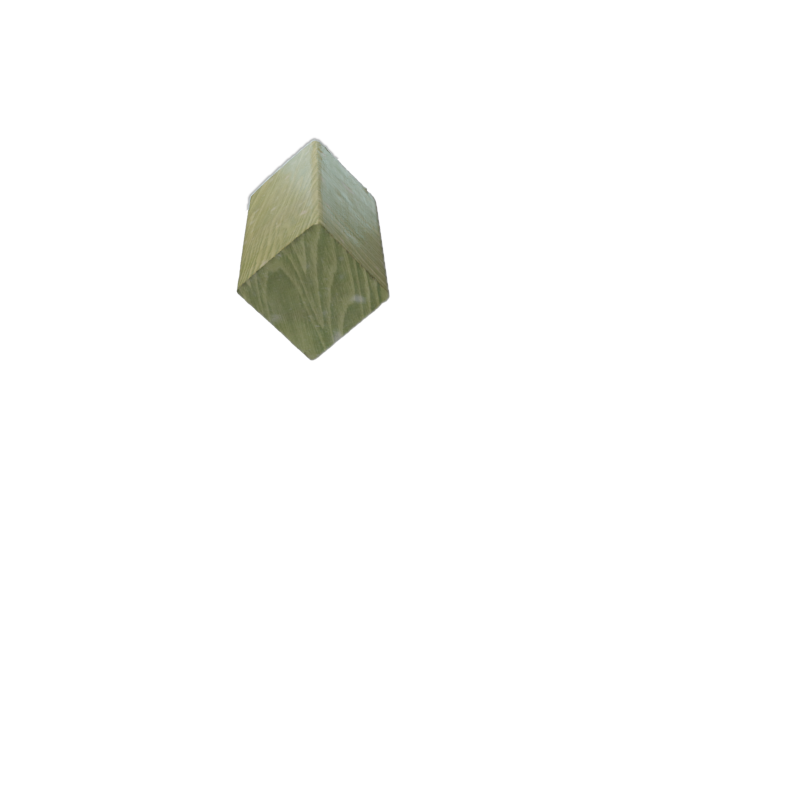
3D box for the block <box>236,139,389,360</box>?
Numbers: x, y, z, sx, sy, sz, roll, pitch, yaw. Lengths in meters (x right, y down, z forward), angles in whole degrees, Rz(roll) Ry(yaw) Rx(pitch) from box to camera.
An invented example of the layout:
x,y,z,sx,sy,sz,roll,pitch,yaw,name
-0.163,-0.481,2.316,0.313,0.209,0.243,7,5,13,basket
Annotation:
x,y,z,sx,sy,sz,roll,pitch,yaw,name
-0.075,-0.139,0.968,0.089,0.086,0.218,-39,24,17,block
